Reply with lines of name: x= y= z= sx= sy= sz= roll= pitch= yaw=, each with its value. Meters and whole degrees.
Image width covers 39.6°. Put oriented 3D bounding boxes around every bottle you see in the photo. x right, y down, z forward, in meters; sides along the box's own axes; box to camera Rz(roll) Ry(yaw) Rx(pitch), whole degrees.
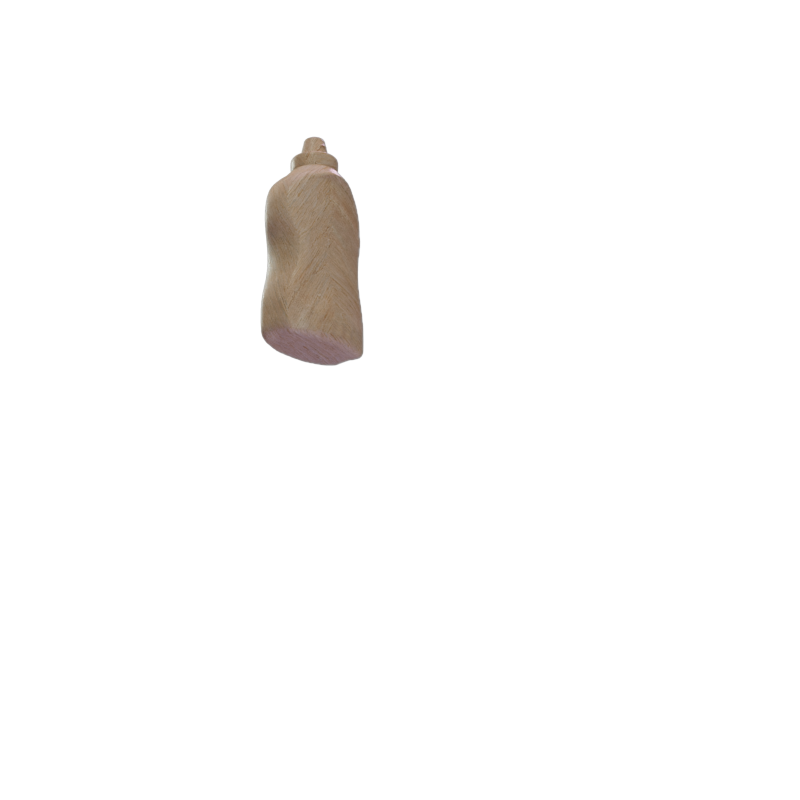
bottle: x=-0.071 y=-0.131 z=0.918 sx=0.059 sy=0.202 sz=0.090 roll=-20 pitch=-30 yaw=36
